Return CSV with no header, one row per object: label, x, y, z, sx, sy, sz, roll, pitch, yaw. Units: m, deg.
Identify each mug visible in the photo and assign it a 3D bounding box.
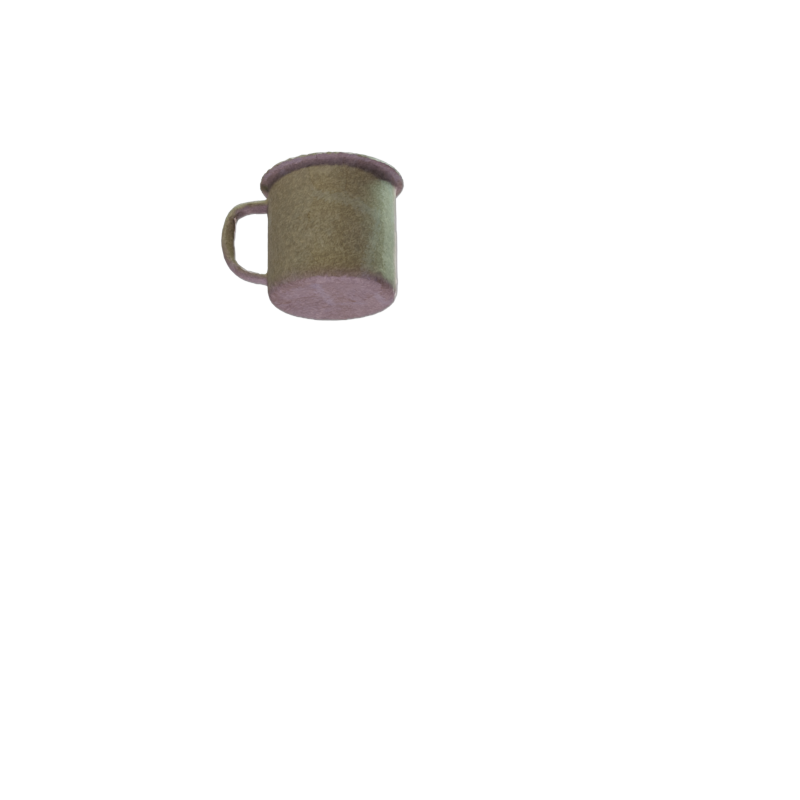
mug,-0.055,-0.100,0.702,0.117,0.086,0.089,0,-19,-2
